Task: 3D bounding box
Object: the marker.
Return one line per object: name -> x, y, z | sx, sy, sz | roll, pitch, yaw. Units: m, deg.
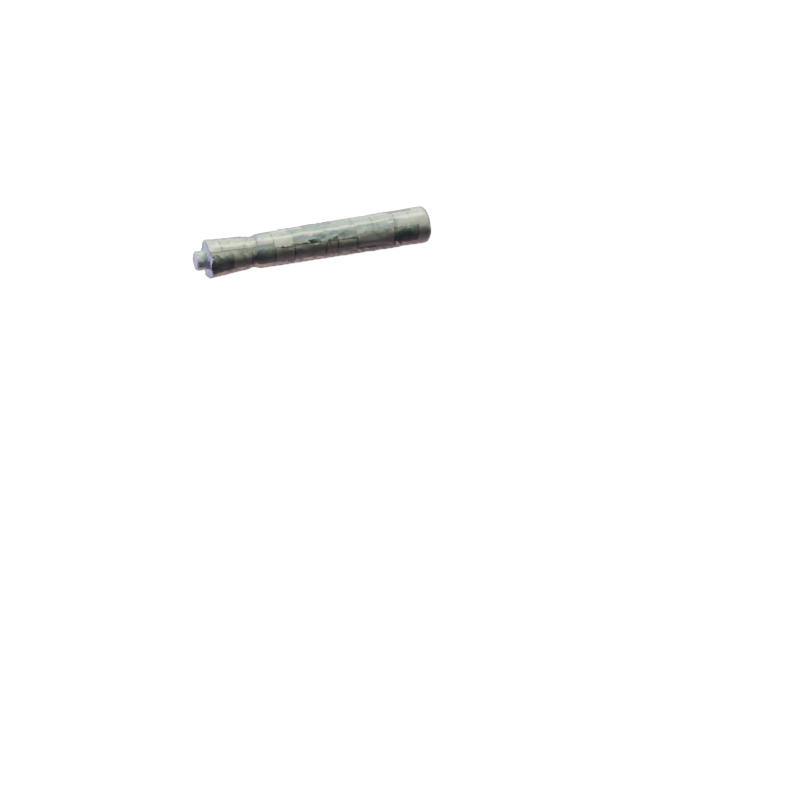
marker -> -0.043, -0.078, 0.546 | 0.119, 0.019, 0.020 | -12, 8, -19
